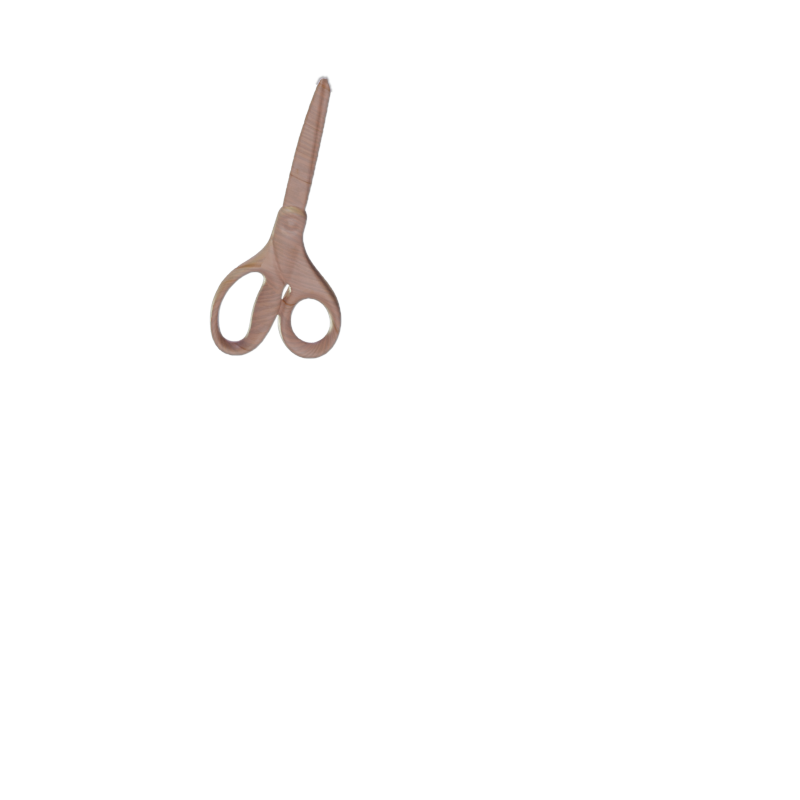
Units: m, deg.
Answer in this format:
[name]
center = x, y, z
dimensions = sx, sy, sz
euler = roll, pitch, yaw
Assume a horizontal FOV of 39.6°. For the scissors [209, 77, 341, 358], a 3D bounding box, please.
[scissors]
center = -0.056, -0.102, 0.715
dimensions = 0.093, 0.196, 0.017
euler = 27, 26, -14
